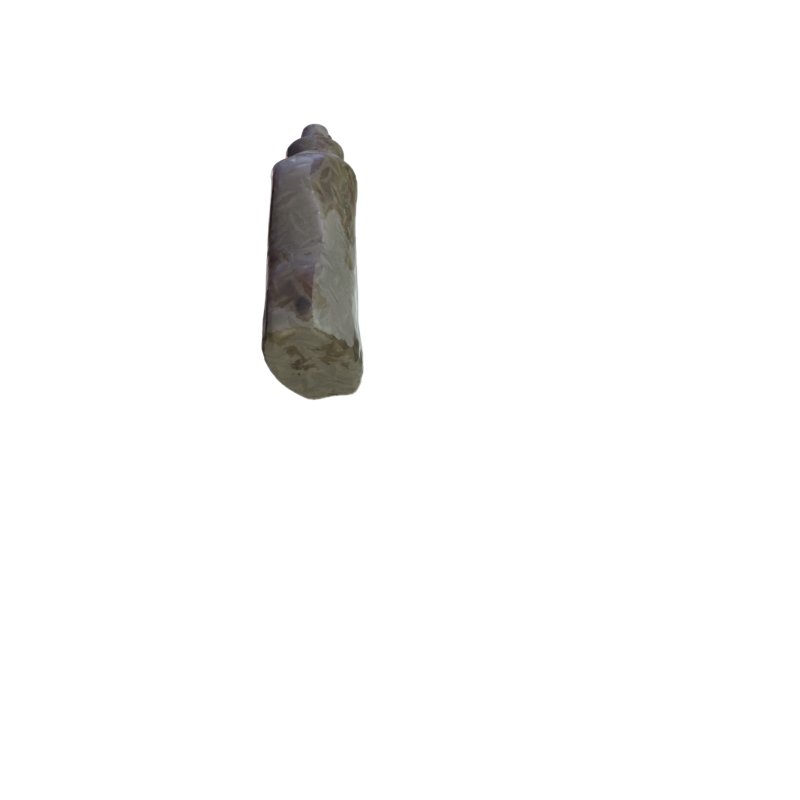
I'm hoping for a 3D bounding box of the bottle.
[{"bbox_3d":[-0.057,-0.105,0.732,0.059,0.205,0.089,-11,-33,13],"label":"bottle"}]
